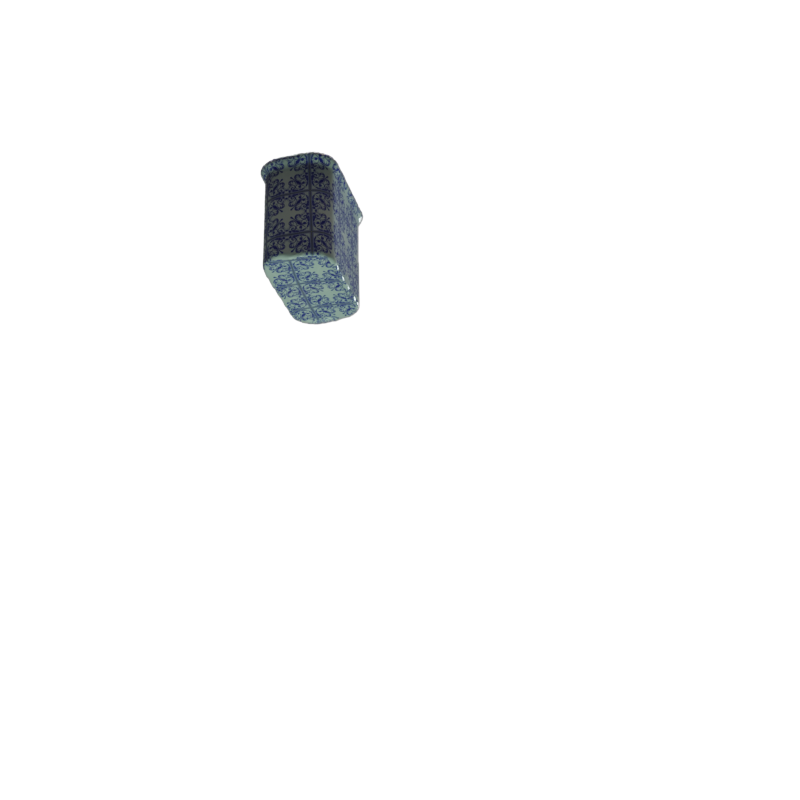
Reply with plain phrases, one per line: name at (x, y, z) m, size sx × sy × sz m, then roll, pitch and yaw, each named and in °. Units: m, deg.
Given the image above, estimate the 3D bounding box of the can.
can at (-0.062, -0.114, 0.798) m, size 0.058 × 0.089 × 0.094 m, roll -9°, pitch -29°, yaw 12°
